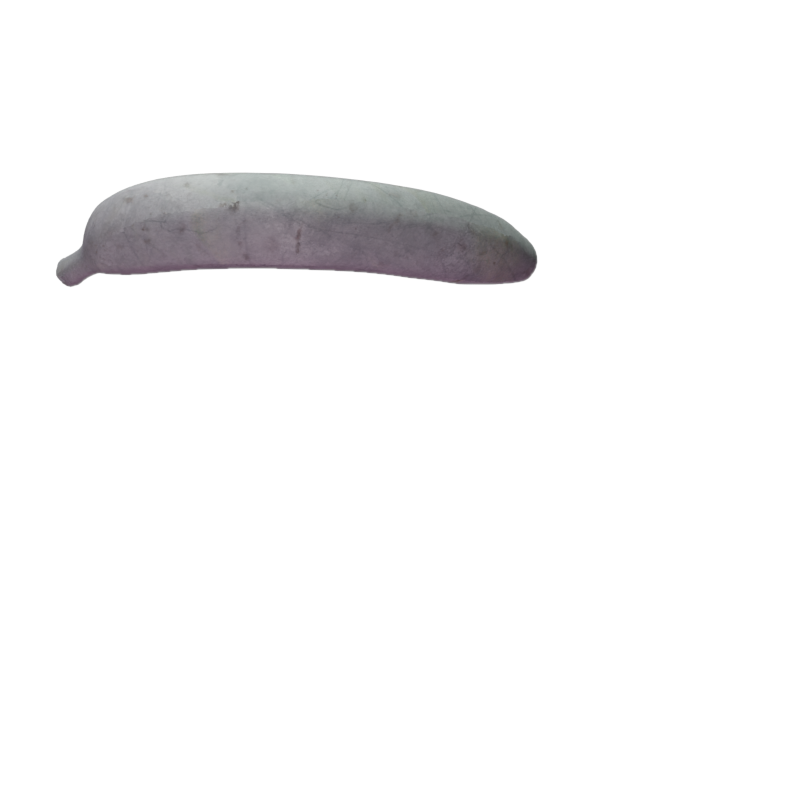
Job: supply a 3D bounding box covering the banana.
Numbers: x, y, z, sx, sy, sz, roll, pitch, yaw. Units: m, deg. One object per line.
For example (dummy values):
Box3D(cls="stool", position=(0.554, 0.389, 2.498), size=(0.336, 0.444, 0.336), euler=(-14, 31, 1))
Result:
Box3D(cls="banana", position=(-0.035, -0.065, 0.431), size=(0.196, 0.037, 0.069), euler=(0, -5, -7))
